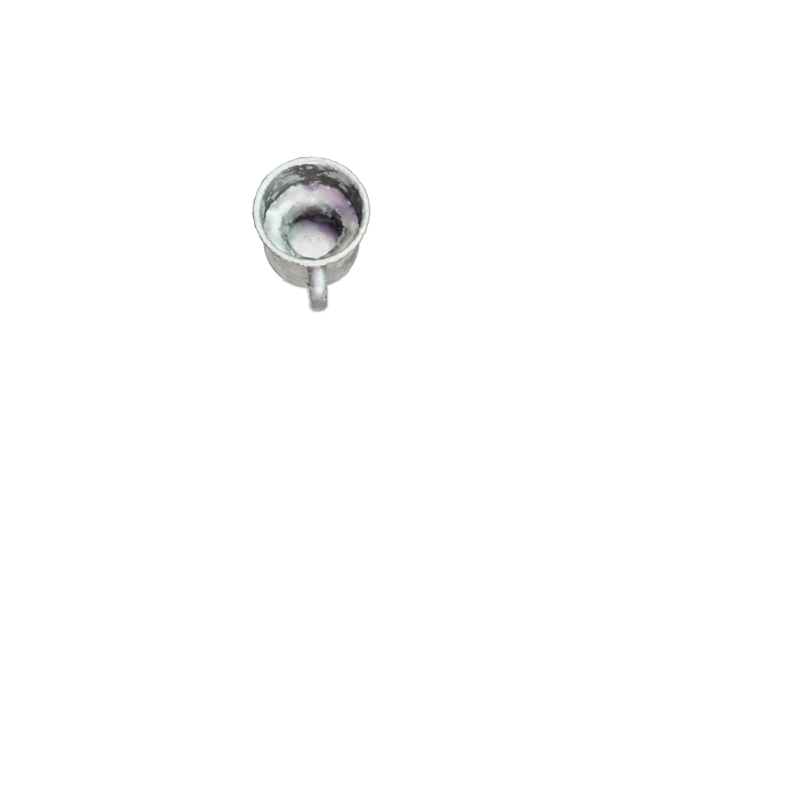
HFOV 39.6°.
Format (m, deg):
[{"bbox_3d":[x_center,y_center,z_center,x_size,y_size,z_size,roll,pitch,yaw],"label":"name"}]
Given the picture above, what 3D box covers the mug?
[{"bbox_3d":[-0.071,-0.129,0.906,0.093,0.123,0.078,-8,-17,-4],"label":"mug"}]
